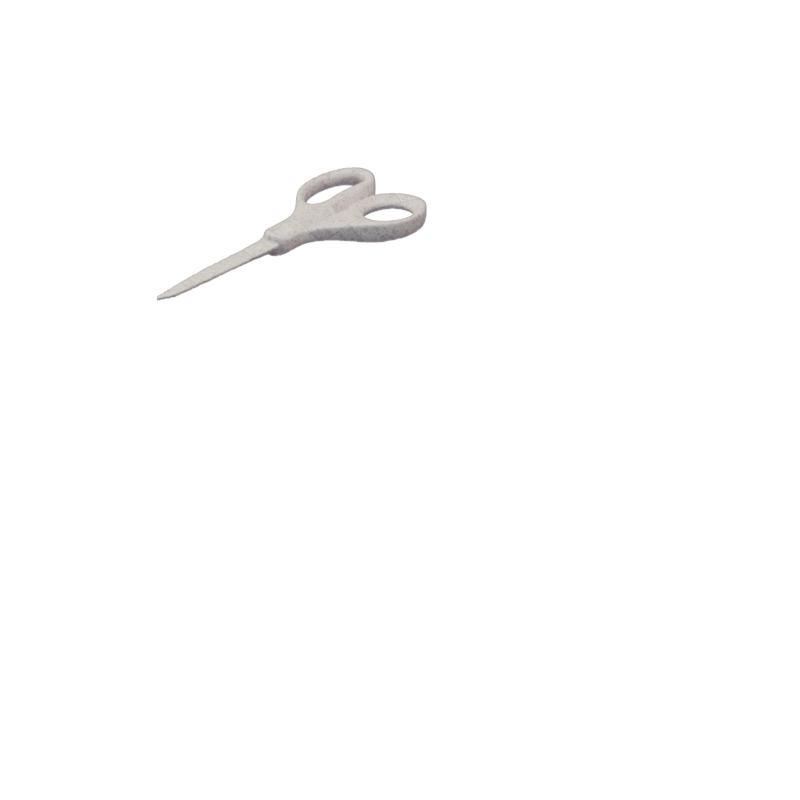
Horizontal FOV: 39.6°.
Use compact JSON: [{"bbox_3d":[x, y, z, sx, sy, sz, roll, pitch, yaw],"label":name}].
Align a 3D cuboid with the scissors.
[{"bbox_3d":[-0.053,-0.097,0.680,0.100,0.015,0.207,14,37,19],"label":"scissors"}]
